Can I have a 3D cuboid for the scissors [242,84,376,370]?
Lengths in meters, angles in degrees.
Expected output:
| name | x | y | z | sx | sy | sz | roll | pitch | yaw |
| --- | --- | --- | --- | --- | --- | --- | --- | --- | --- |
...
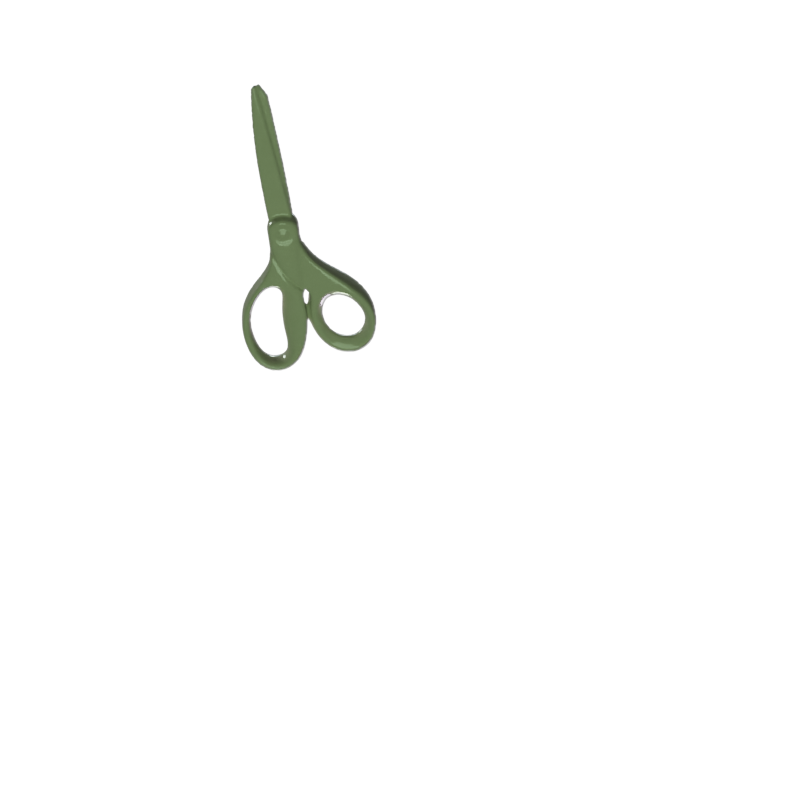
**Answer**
| name | x | y | z | sx | sy | sz | roll | pitch | yaw |
| --- | --- | --- | --- | --- | --- | --- | --- | --- | --- |
| scissors | -0.054 | -0.098 | 0.687 | 0.095 | 0.190 | 0.017 | 8 | 35 | -6 |
